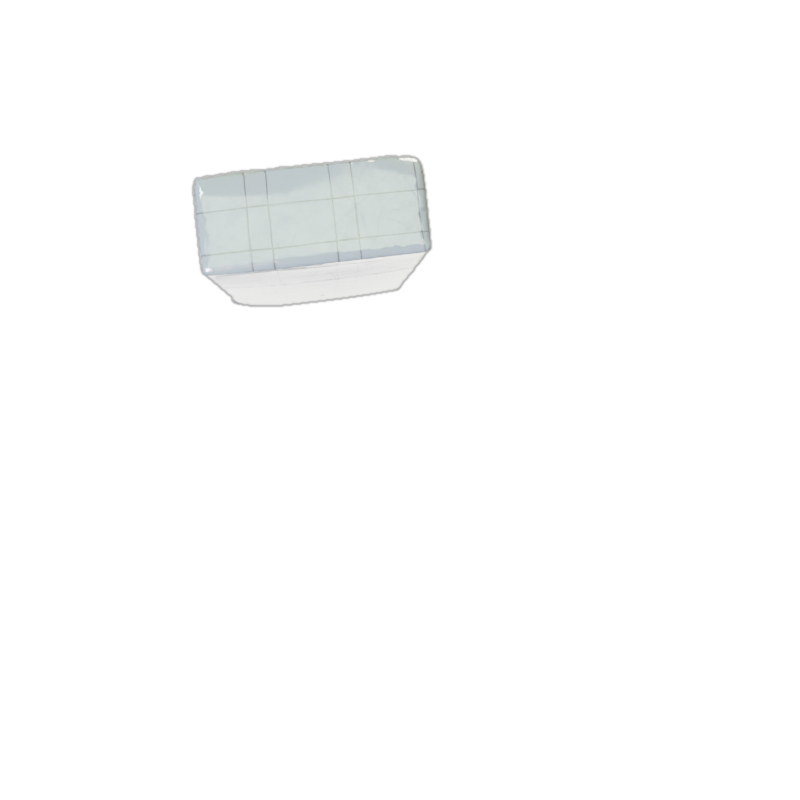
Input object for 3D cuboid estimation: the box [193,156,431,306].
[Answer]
[{"bbox_3d":[-0.040,-0.074,0.518,0.093,0.049,0.174,-6,-2,-4],"label":"box"}]
